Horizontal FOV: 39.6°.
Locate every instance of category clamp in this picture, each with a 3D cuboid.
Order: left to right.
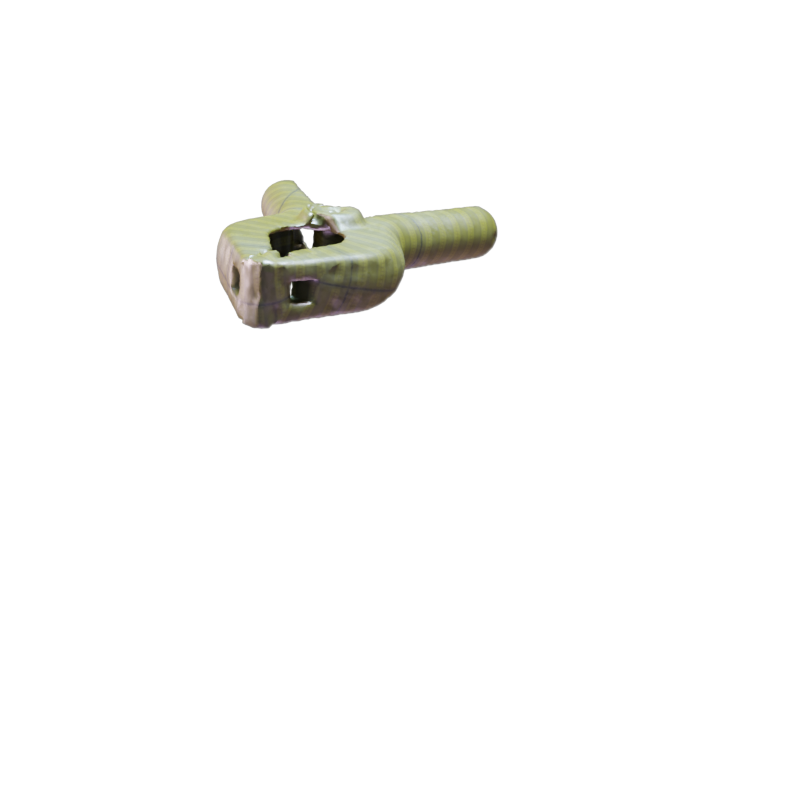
[{"bbox_3d":[-0.039,-0.071,0.498,0.125,0.038,0.170,8,19,25],"label":"clamp"}]
